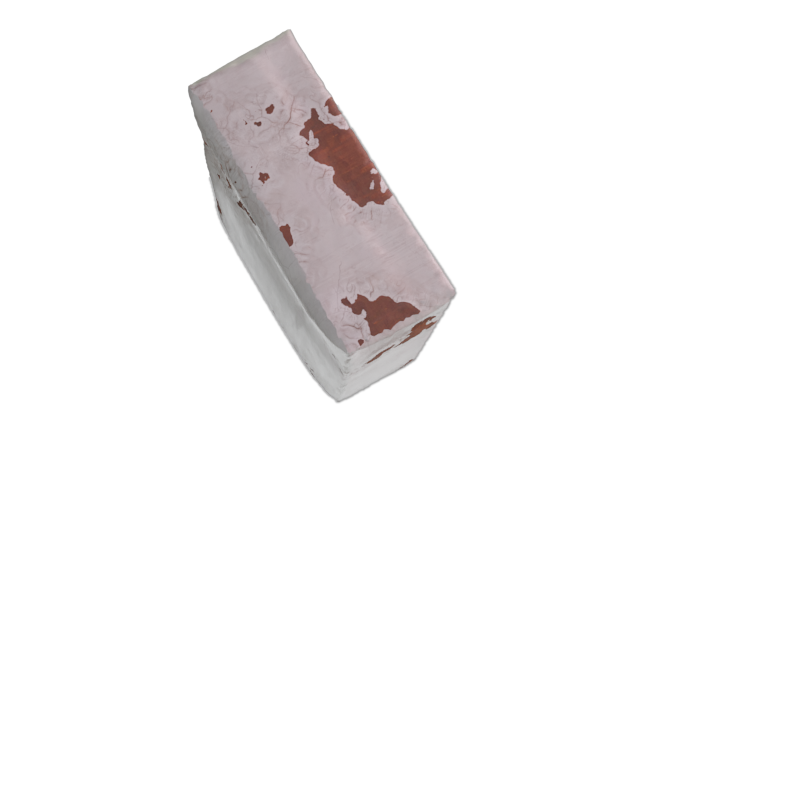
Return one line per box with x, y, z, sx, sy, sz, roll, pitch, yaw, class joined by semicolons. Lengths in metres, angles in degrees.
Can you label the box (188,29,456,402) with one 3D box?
-0.051;-0.092;0.647;0.072;0.169;0.208;-30;-7;-7;box
